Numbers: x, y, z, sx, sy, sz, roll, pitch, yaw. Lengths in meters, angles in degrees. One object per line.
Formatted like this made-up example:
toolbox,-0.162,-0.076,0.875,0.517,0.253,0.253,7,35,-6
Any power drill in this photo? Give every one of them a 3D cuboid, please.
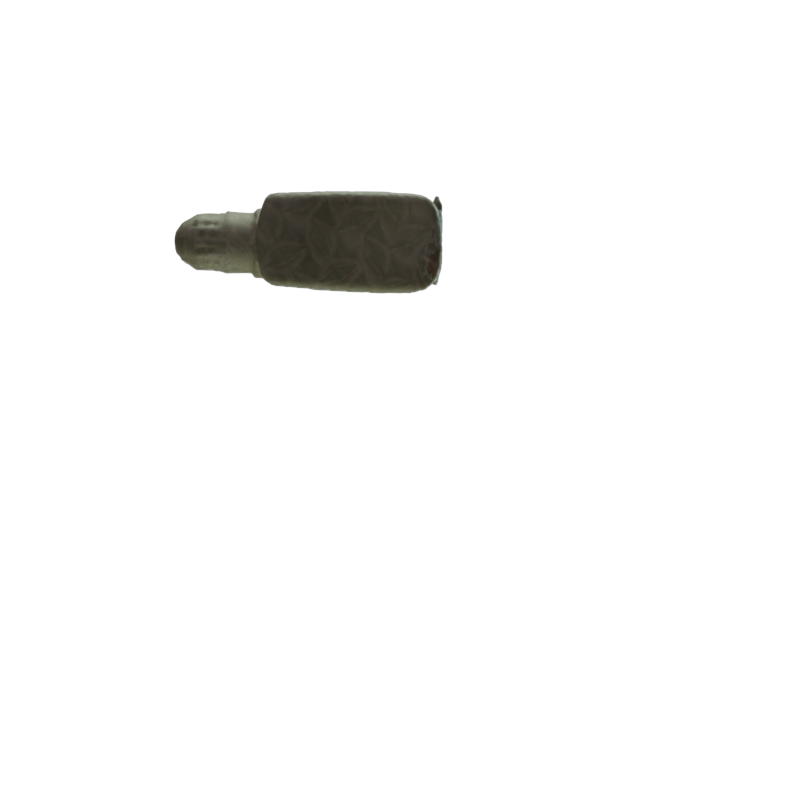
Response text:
power drill,-0.055,-0.101,0.704,0.183,0.057,0.191,-1,8,-6
